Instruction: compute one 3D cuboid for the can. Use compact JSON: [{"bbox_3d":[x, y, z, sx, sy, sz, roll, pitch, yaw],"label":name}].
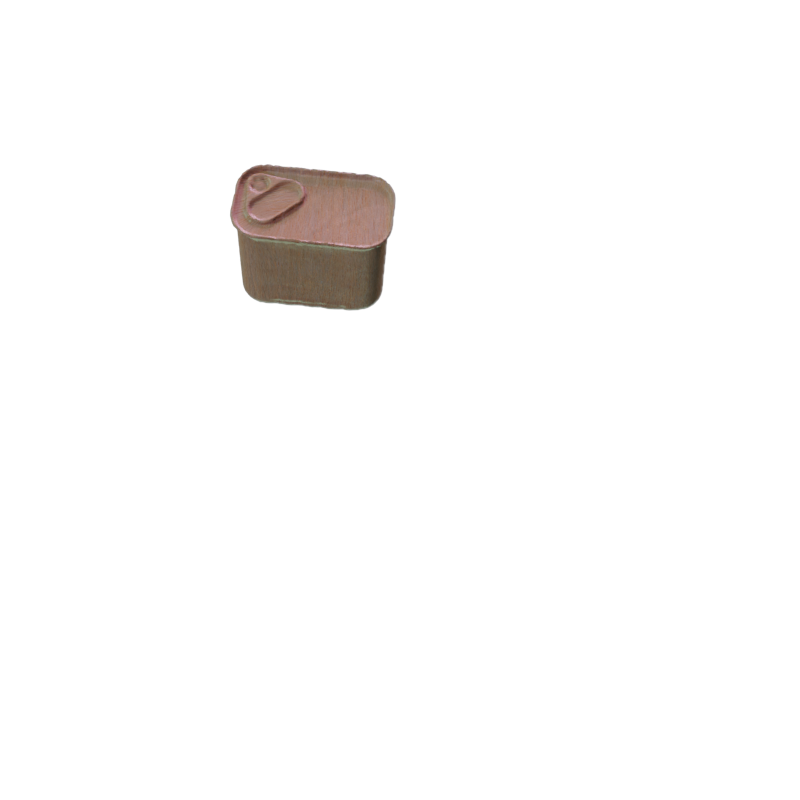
[{"bbox_3d":[-0.057,-0.104,0.727,0.102,0.061,0.079,6,-30,2],"label":"can"}]
